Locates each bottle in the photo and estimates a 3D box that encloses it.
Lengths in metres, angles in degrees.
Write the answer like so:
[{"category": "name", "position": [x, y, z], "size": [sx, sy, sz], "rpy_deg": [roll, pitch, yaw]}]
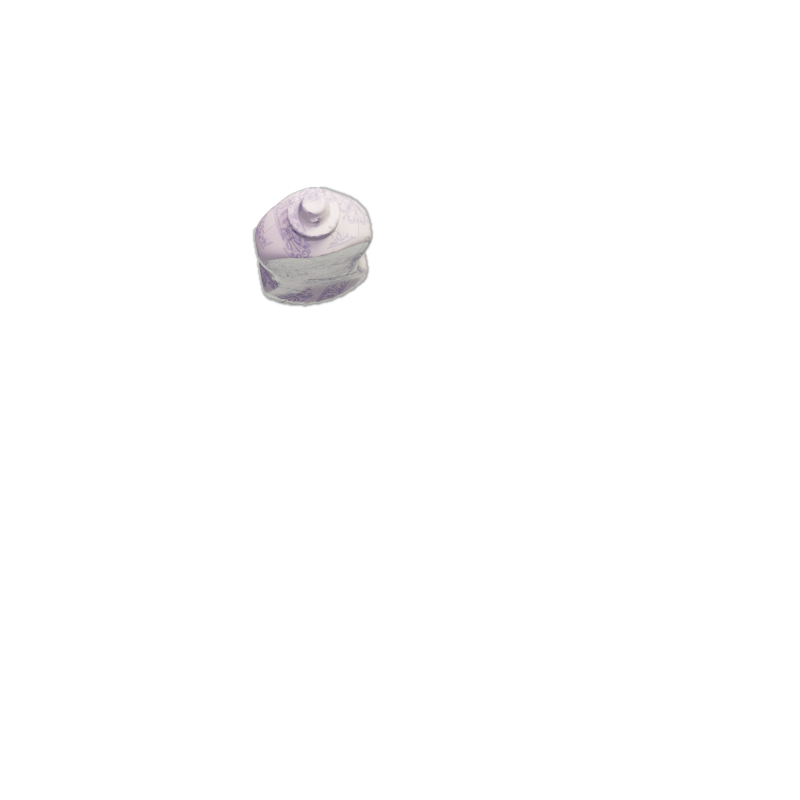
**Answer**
[{"category": "bottle", "position": [-0.072, -0.131, 0.920], "size": [0.096, 0.061, 0.185], "rpy_deg": [-8, -11, -5]}]
